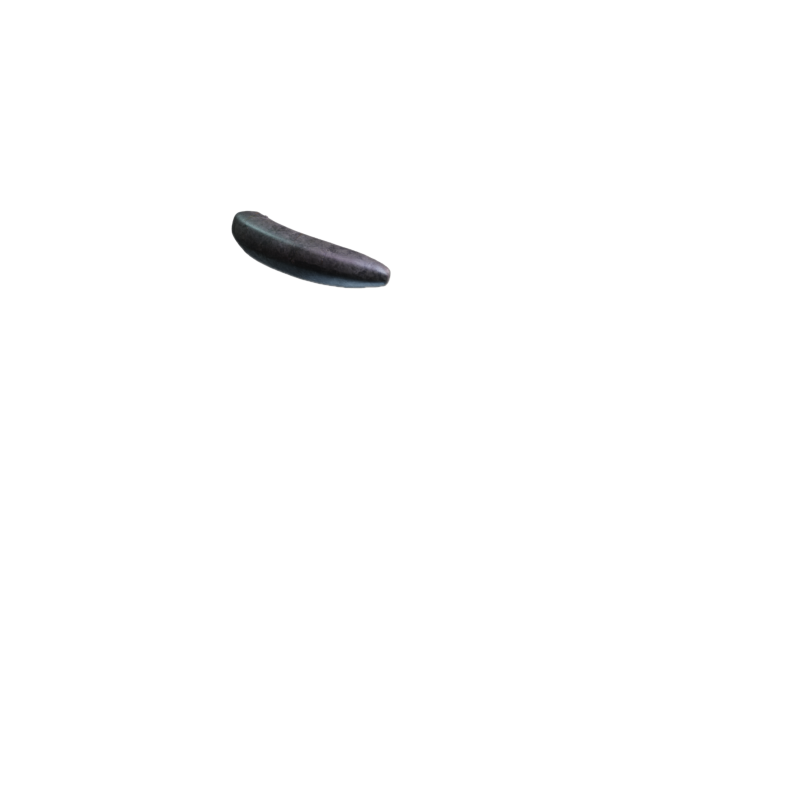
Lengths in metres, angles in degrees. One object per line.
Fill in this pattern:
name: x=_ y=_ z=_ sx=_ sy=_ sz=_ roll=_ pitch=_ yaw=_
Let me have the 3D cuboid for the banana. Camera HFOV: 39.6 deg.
banana: x=-0.093 y=-0.135 z=0.961 sx=0.068 sy=0.035 sz=0.212 roll=-18 pitch=32 yaw=-32
